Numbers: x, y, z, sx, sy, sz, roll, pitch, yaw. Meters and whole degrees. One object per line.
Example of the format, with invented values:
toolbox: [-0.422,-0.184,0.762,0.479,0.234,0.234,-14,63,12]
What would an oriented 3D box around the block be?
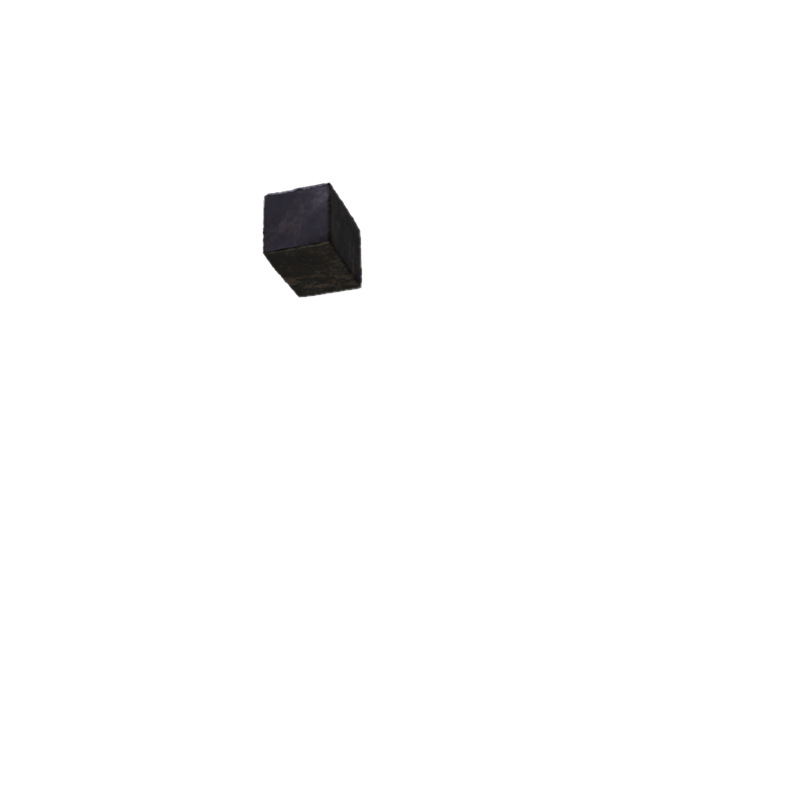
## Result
block: [-0.064,-0.117,0.819,0.053,0.054,0.072,-8,-25,15]
